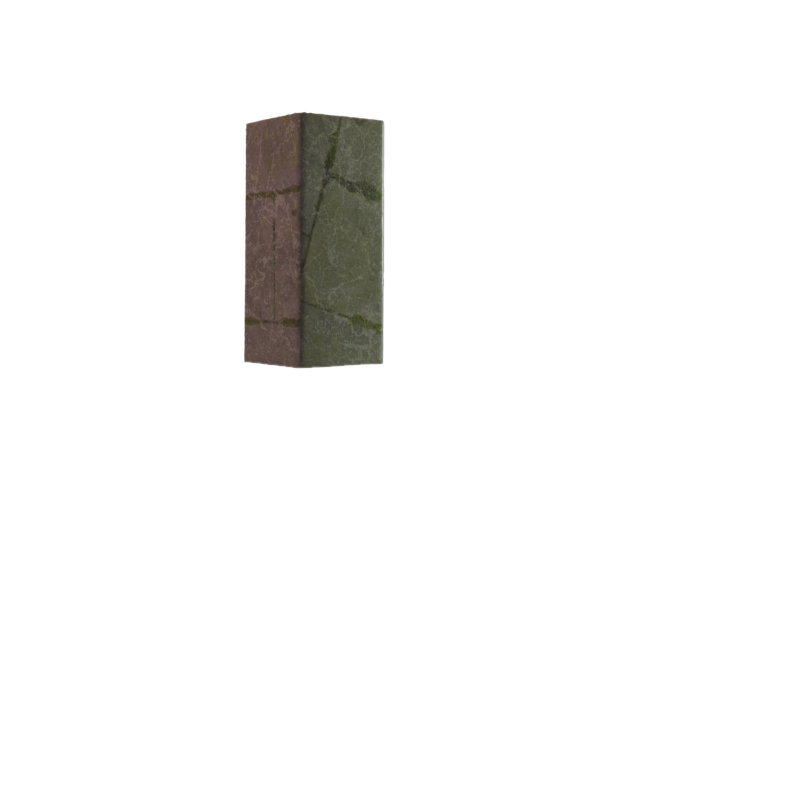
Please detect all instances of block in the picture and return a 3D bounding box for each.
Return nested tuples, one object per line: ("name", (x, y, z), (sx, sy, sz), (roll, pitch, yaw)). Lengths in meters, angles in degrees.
("block", (-0.073, -0.135, 0.945), (0.087, 0.207, 0.094), (0, -1, -37))
